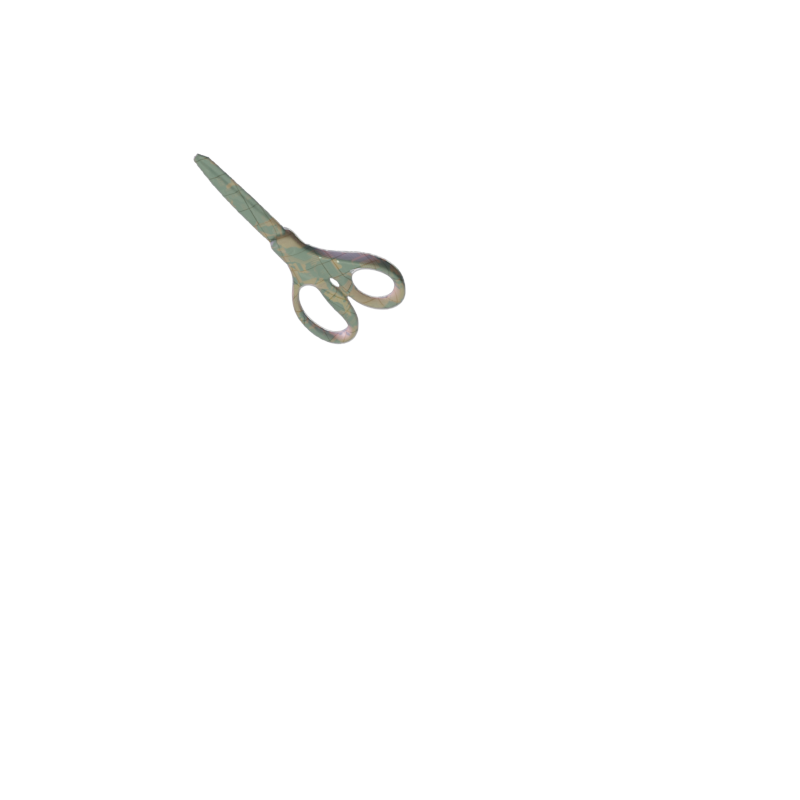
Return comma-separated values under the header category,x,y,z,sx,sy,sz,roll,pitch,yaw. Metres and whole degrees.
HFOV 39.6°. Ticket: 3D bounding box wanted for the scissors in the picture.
category,x,y,z,sx,sy,sz,roll,pitch,yaw
scissors,-0.063,-0.114,0.801,0.097,0.017,0.186,-15,-48,14
